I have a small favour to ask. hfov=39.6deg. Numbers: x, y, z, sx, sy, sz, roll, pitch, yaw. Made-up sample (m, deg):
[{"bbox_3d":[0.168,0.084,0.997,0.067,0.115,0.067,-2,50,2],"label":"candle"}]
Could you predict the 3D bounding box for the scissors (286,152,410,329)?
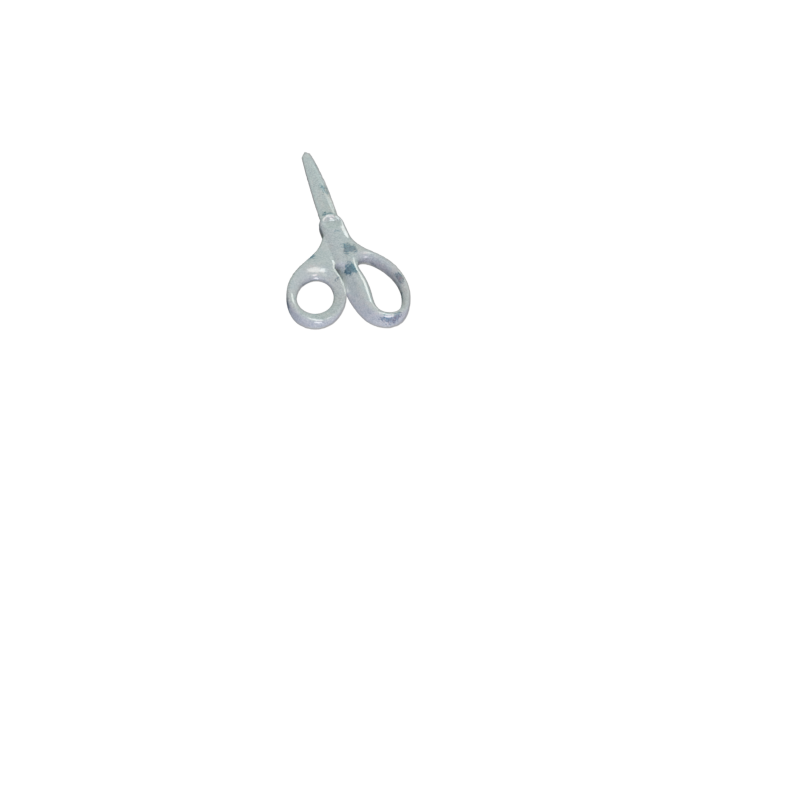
[{"bbox_3d":[-0.065,-0.119,0.833,0.095,0.015,0.218,-21,49,-20],"label":"scissors"}]
